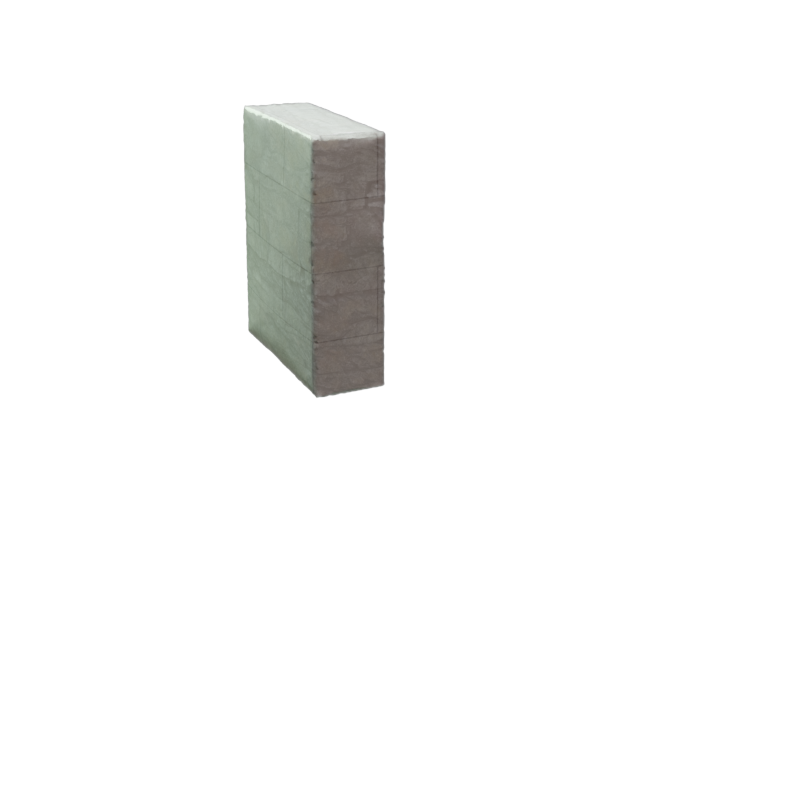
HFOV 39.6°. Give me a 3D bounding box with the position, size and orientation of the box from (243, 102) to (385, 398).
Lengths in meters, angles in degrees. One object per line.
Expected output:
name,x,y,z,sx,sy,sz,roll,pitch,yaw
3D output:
box,-0.073,-0.134,0.936,0.070,0.205,0.175,-7,21,-24
